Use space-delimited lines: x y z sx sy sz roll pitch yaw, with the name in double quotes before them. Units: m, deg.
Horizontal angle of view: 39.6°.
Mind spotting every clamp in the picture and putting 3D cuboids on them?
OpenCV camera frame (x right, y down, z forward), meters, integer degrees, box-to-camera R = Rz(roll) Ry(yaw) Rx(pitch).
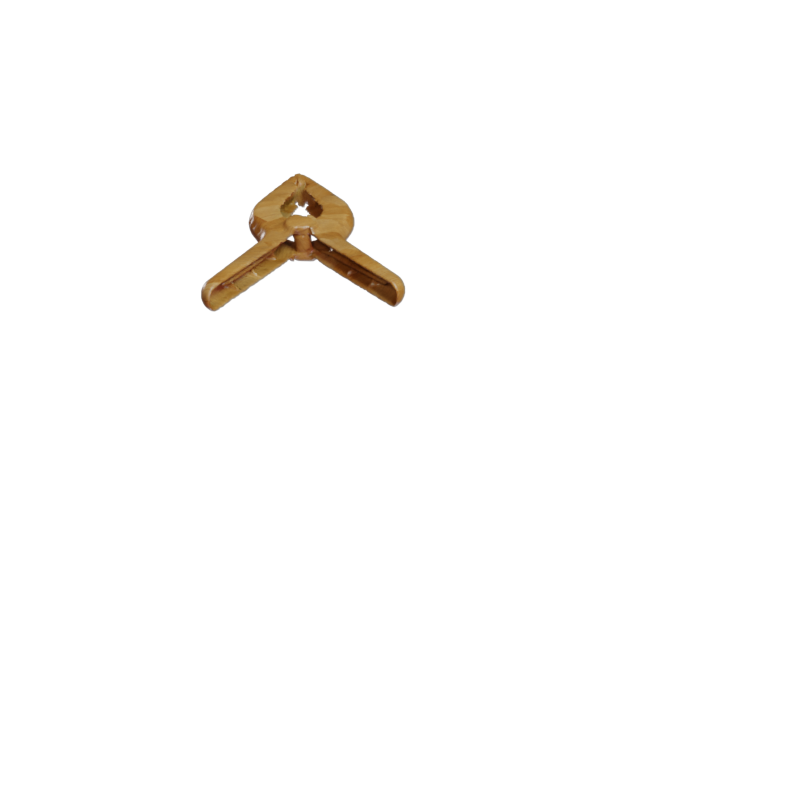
"clamp" -0.076 -0.139 0.970 0.165 0.034 0.223 2 36 3
